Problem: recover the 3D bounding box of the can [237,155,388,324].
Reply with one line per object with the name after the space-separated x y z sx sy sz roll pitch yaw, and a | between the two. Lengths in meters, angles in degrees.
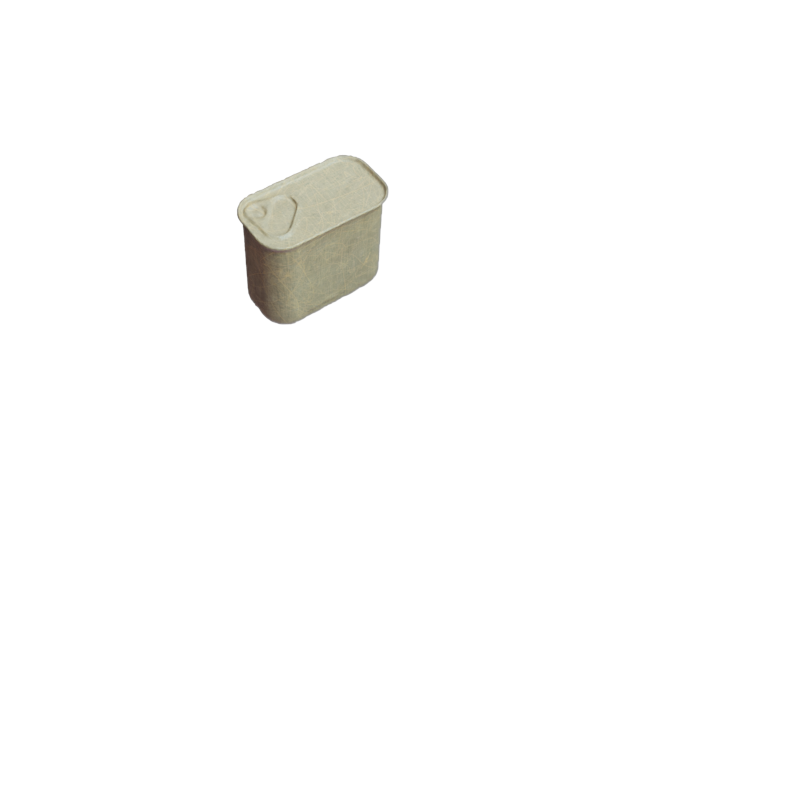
-0.061 -0.110 0.774 0.102 0.062 0.078 -29 -32 -23 | can
